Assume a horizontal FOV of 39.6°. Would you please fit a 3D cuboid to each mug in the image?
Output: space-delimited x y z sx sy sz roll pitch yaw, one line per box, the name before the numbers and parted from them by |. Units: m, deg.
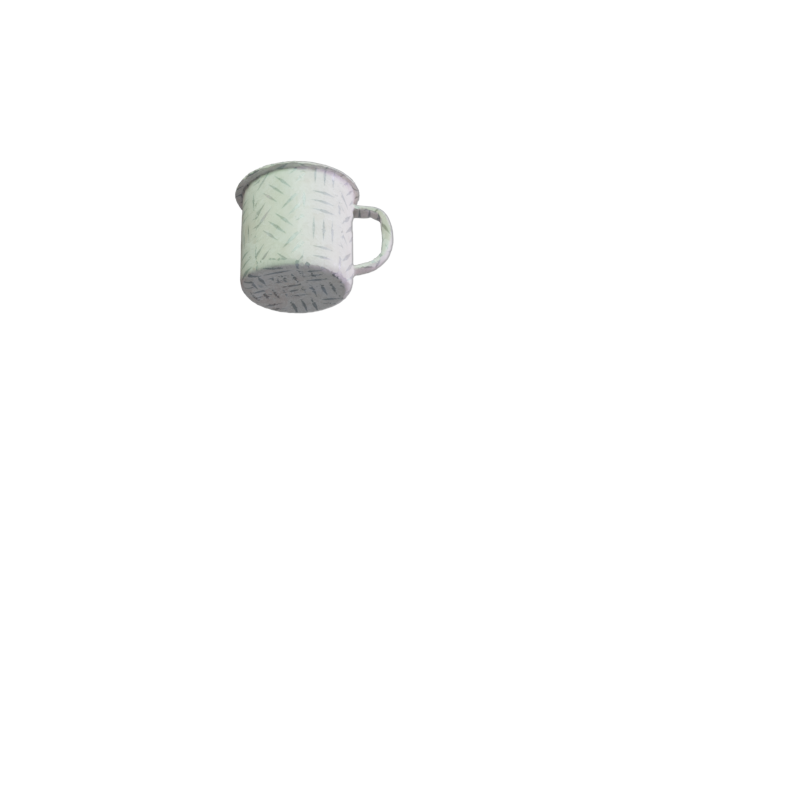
mug | -0.063 -0.116 0.811 0.117 0.086 0.088 0 -26 -2
